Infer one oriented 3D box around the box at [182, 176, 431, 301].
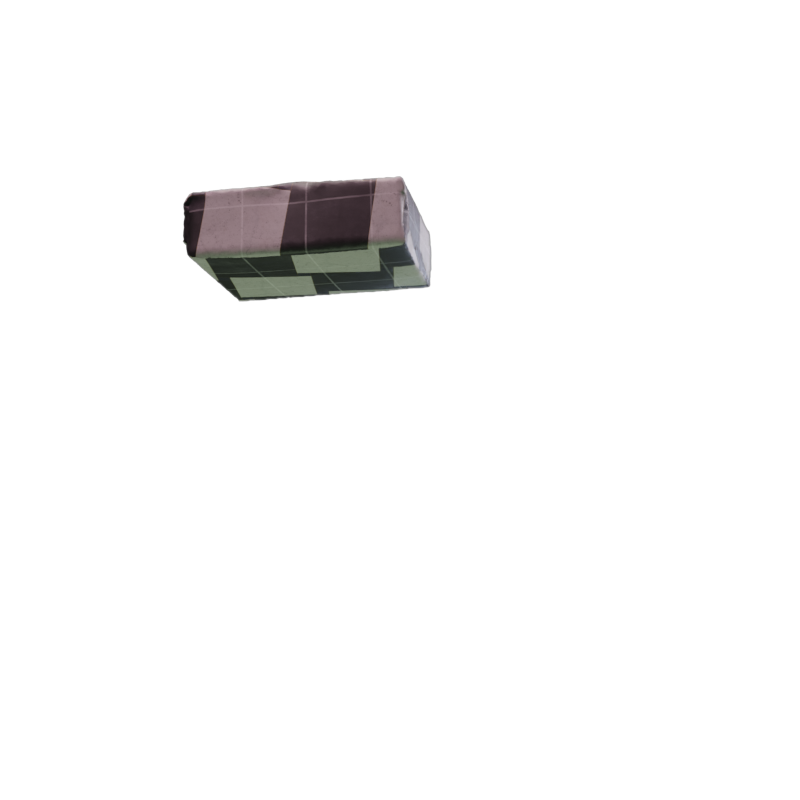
[{"bbox_3d":[-0.036,-0.065,0.457,0.090,0.031,0.070,-2,-10,11],"label":"box"}]
